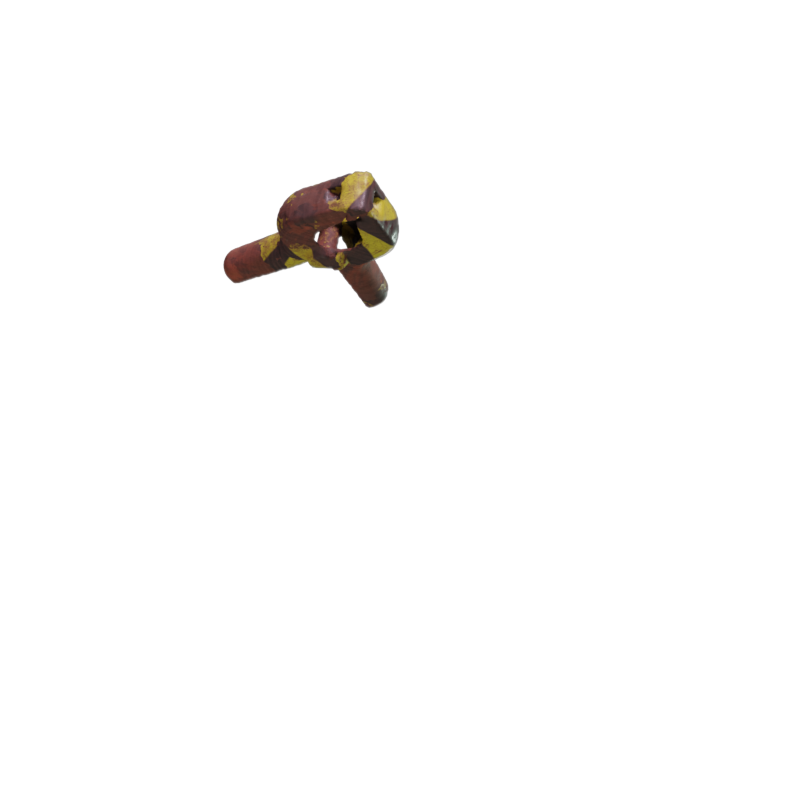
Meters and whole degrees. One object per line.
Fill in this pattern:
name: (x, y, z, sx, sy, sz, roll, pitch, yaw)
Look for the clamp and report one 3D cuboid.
clamp: (-0.058, -0.106, 0.742, 0.119, 0.041, 0.164, 2, -20, -7)
